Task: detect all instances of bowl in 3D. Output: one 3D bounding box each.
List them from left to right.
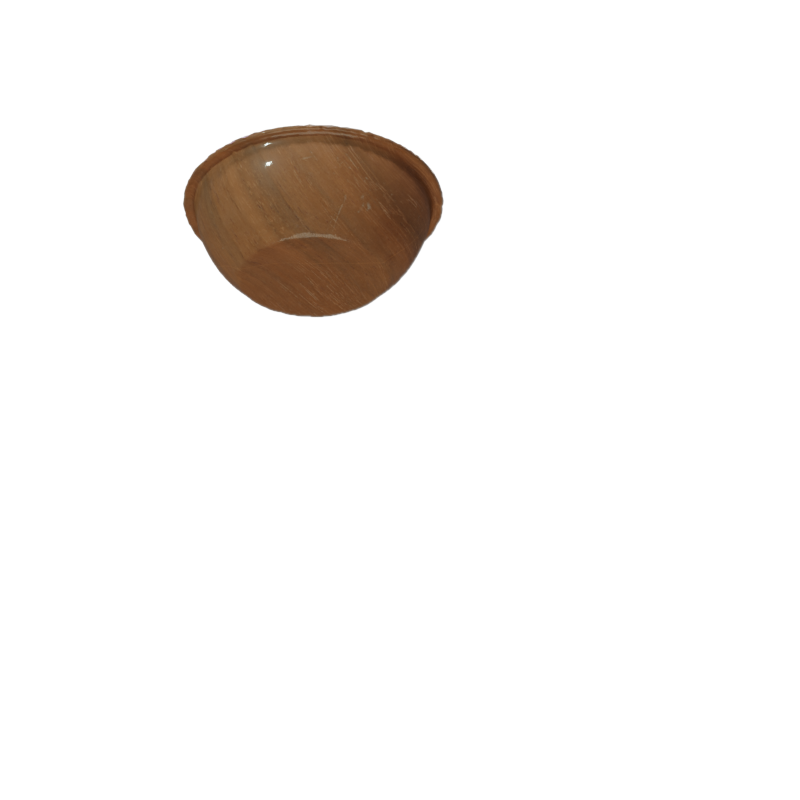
[{"bbox_3d":[-0.053,-0.097,0.678,0.162,0.059,0.152,1,-29,-2],"label":"bowl"}]
